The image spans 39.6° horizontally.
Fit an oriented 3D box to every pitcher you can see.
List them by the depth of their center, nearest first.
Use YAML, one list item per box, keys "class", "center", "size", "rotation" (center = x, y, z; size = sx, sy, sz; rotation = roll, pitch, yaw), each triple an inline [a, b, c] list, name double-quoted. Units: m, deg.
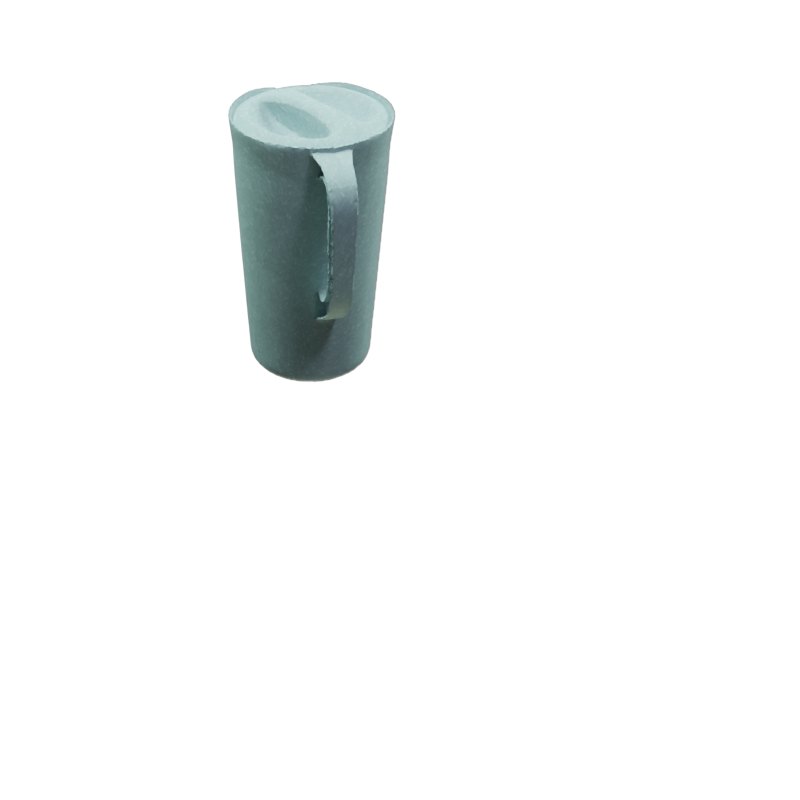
- class: "pitcher"
  center: [-0.073, -0.133, 0.931]
  size: [0.151, 0.228, 0.152]
  rotation: [18, 36, 22]
